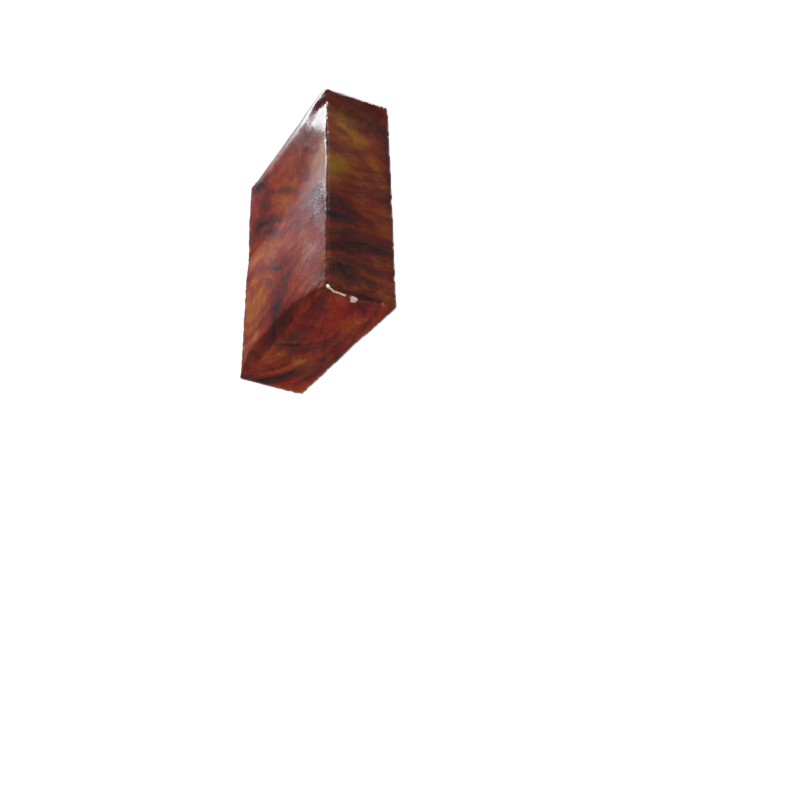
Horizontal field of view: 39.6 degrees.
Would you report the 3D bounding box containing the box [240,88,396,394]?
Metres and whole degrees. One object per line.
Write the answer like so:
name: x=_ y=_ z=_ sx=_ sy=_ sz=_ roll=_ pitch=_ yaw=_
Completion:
box: x=-0.076 y=-0.138 z=0.970 sx=0.069 sy=0.228 sz=0.160 roll=16 pitch=-36 yaw=-27
